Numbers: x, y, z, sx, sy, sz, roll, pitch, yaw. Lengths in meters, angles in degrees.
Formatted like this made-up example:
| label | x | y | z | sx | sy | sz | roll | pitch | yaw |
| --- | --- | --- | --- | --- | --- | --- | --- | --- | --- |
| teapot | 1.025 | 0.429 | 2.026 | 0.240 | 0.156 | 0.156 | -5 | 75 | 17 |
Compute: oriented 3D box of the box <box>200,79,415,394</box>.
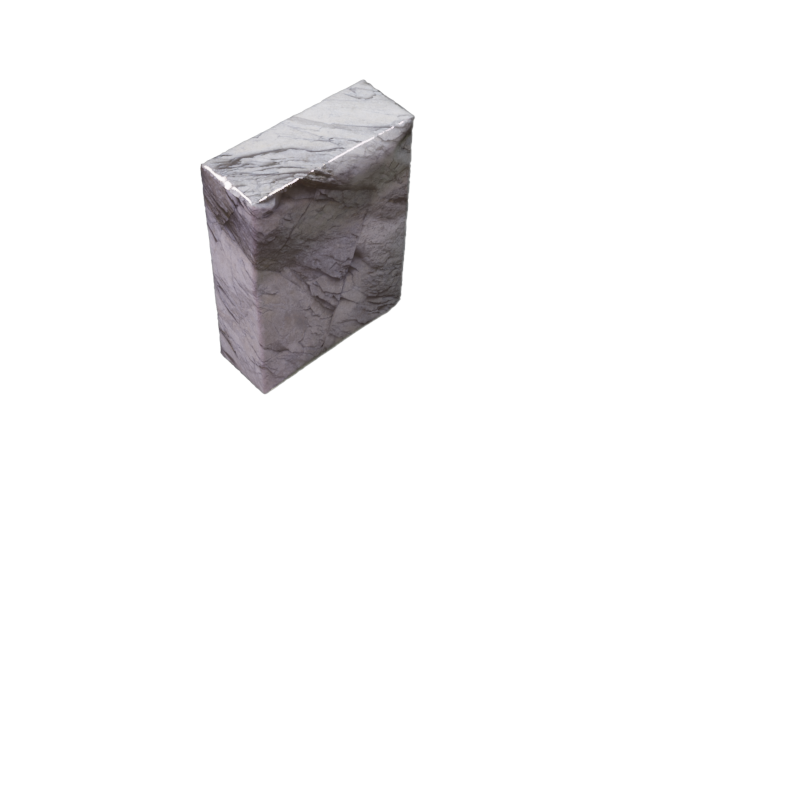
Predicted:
| label | x | y | z | sx | sy | sz | roll | pitch | yaw |
| --- | --- | --- | --- | --- | --- | --- | --- | --- | --- |
| box | -0.070 | -0.128 | 0.898 | 0.165 | 0.199 | 0.077 | -35 | 59 | -29 |
